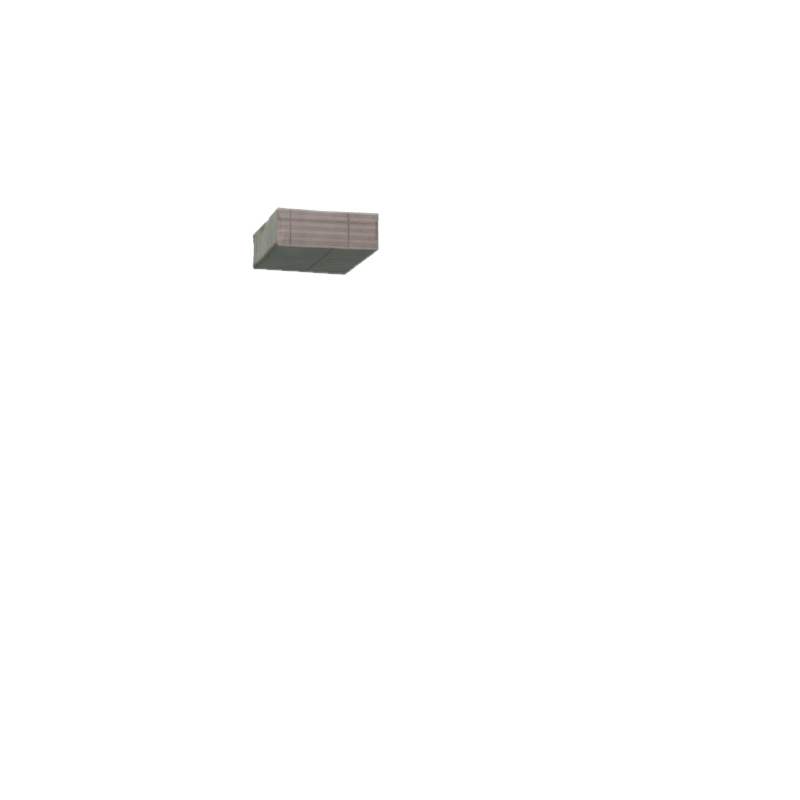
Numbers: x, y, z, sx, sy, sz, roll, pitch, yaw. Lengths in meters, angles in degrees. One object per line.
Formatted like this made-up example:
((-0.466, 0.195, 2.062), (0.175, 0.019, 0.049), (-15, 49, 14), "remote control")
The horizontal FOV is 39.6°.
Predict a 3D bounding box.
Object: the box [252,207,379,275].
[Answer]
((-0.063, -0.114, 0.799), (0.071, 0.031, 0.089), (2, -6, -17), "box")
